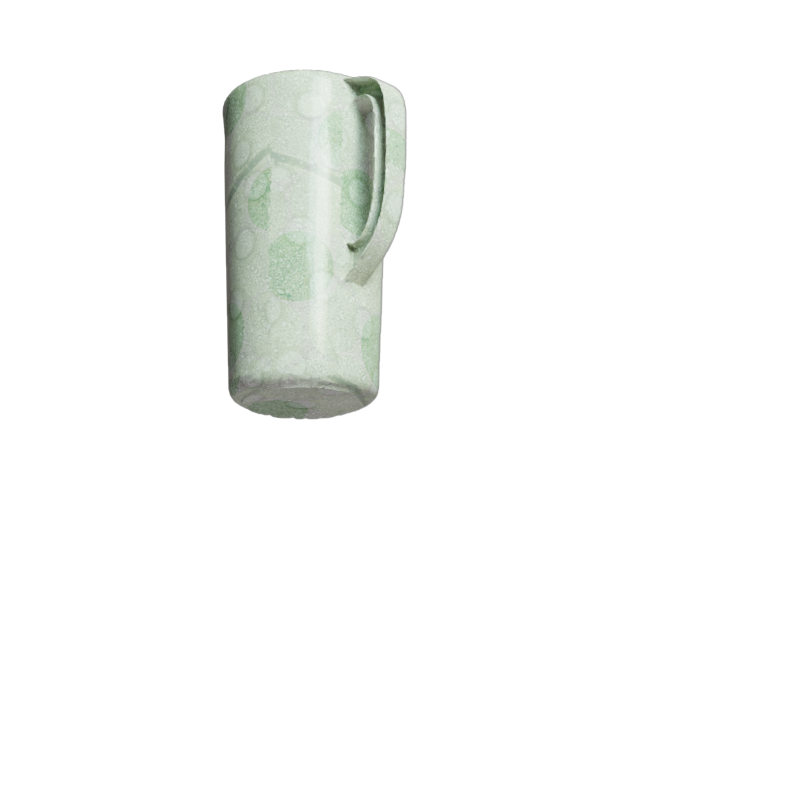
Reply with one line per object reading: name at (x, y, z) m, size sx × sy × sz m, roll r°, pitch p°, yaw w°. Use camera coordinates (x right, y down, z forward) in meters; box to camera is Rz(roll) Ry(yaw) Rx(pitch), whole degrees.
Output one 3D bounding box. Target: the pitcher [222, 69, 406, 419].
pitcher at (-0.065, -0.118, 0.825) m, size 0.146 × 0.255 × 0.141 m, roll -2°, pitch -21°, yaw 3°
